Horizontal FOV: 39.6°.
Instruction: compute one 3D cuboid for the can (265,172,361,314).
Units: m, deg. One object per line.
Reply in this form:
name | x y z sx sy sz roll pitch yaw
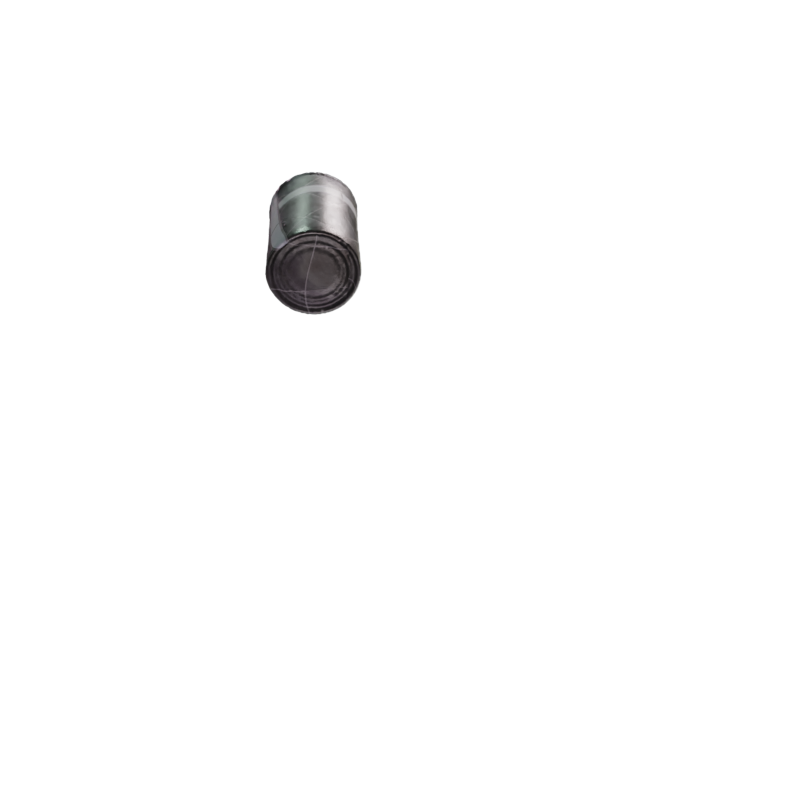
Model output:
can | -0.063 -0.115 0.807 0.068 0.064 0.109 -1 31 -3
